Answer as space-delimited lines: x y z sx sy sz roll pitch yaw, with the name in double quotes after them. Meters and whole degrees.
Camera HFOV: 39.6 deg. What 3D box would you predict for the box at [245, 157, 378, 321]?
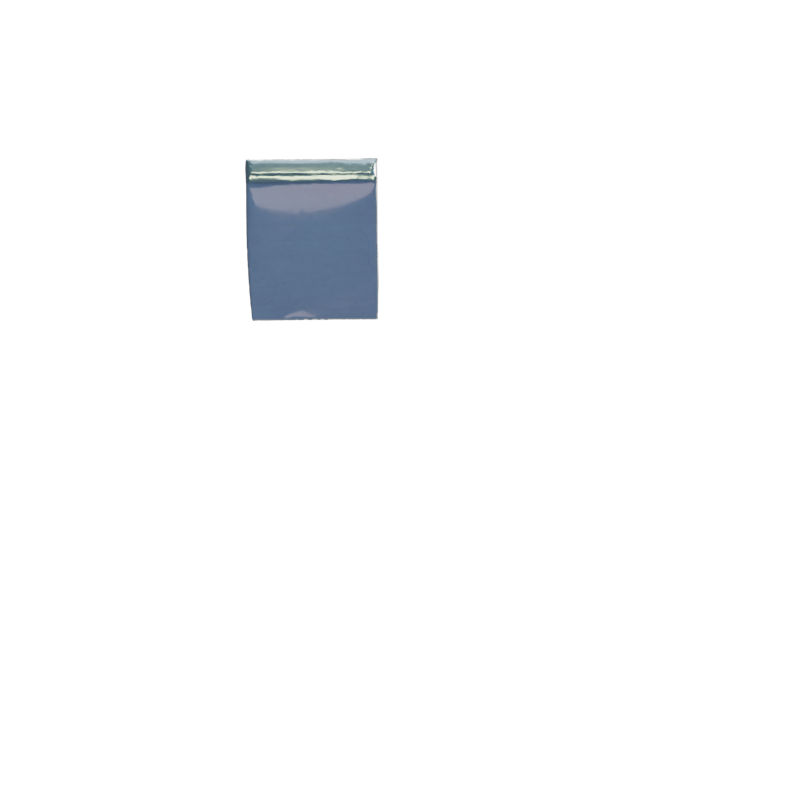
-0.059 -0.108 0.756 0.090 0.106 0.042 0 35 -1 "box"
